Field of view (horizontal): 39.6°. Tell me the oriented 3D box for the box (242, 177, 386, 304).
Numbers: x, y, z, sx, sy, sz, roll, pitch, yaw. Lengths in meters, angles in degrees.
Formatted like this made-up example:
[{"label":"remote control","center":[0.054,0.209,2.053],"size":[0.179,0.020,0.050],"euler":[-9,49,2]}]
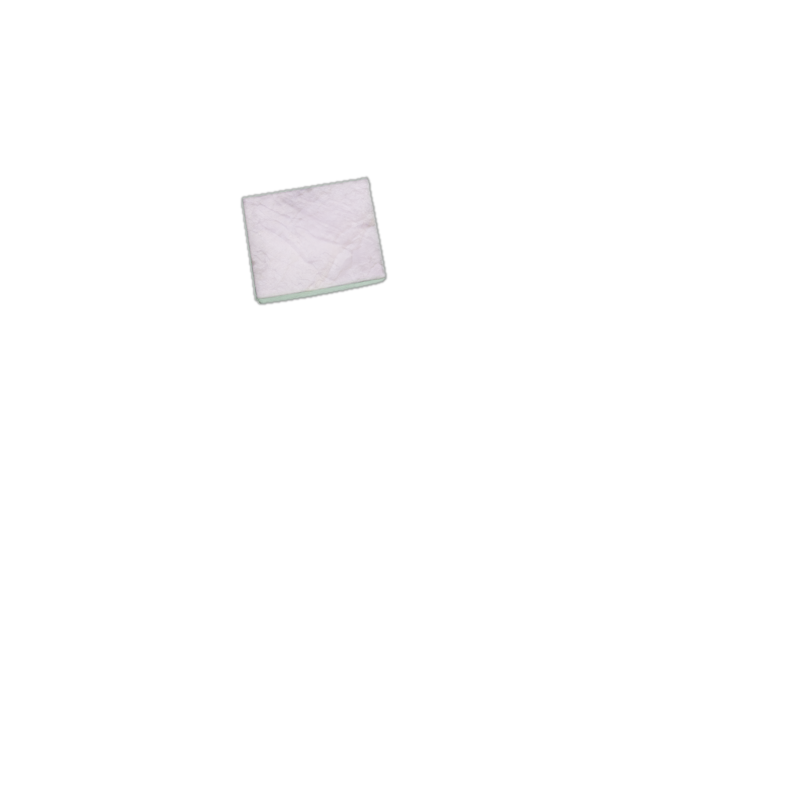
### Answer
[{"label":"box","center":[-0.074,-0.136,0.950],"size":[0.113,0.093,0.038],"euler":[-9,-12,-3]}]
